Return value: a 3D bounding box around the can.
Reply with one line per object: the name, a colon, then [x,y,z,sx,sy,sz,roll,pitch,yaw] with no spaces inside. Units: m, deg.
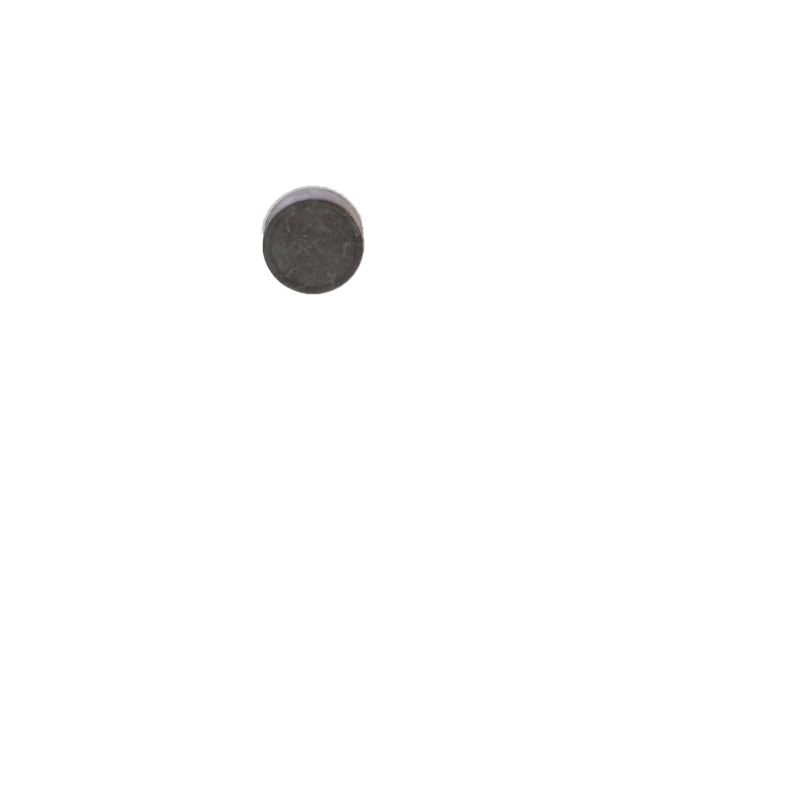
can: [-0.073,-0.132,0.927,0.086,0.082,0.035,0,19,-1]
